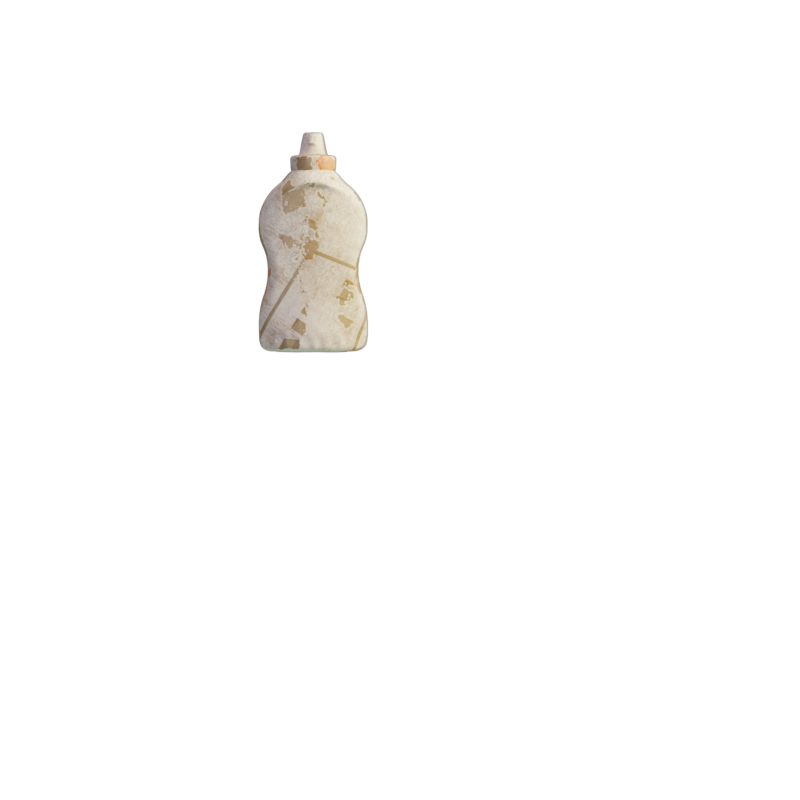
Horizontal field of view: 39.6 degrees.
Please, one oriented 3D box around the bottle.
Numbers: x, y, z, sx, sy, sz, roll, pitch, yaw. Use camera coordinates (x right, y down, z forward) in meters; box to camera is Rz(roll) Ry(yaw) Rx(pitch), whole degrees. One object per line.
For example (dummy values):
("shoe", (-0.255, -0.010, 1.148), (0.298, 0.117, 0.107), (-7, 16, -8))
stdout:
("bottle", (-0.076, -0.140, 0.977), (0.096, 0.191, 0.058), (0, 1, 0))
